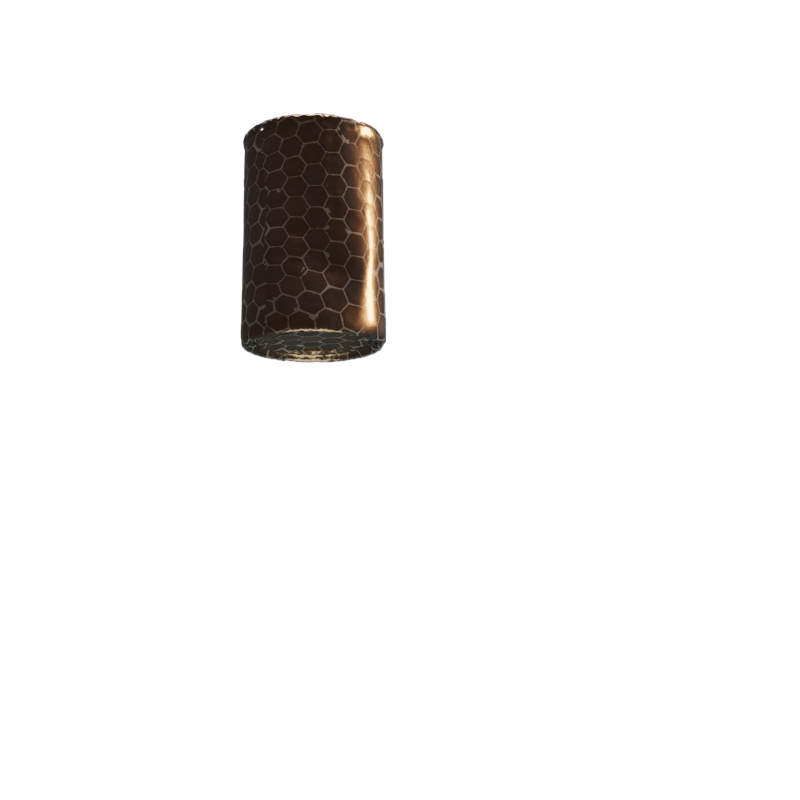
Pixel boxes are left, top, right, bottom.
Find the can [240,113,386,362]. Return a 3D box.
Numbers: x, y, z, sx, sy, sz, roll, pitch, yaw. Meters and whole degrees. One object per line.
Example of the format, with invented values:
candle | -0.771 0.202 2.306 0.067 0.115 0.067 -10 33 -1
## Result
can | -0.041 -0.074 0.521 0.068 0.106 0.066 0 -16 -2
